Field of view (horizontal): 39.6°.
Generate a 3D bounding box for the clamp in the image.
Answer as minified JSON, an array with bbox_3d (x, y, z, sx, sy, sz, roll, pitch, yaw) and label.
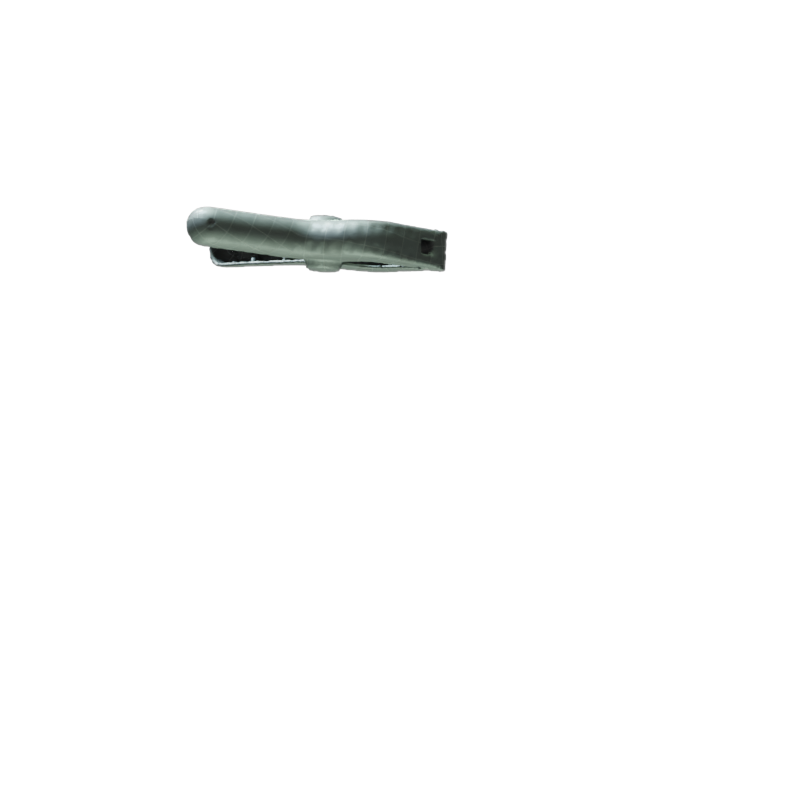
[{"bbox_3d":[-0.057,-0.104,0.728,0.174,0.039,0.118,1,4,10],"label":"clamp"}]
